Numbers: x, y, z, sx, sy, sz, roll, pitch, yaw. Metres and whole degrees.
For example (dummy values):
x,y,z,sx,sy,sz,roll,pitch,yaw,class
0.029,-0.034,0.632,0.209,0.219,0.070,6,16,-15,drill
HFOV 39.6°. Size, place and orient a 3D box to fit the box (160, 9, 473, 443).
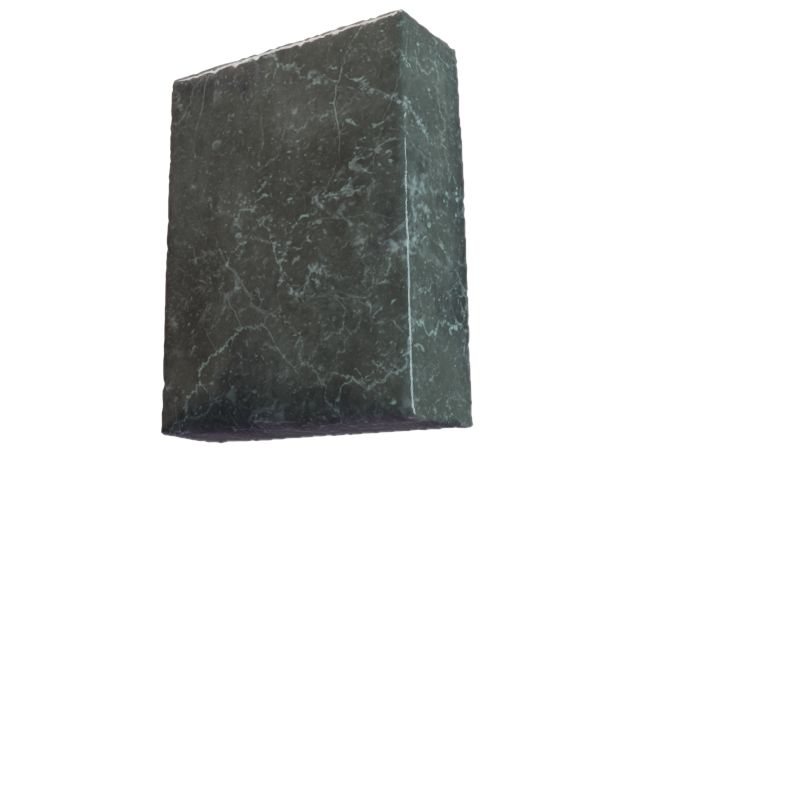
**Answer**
x,y,z,sx,sy,sz,roll,pitch,yaw,class
-0.048,-0.088,0.618,0.168,0.221,0.068,-8,-16,32,box
